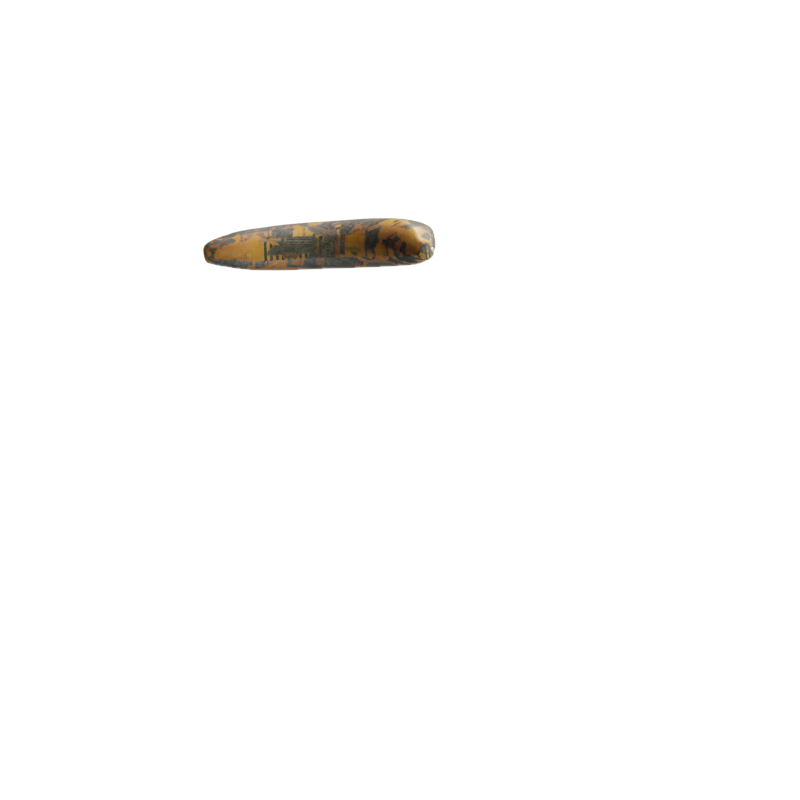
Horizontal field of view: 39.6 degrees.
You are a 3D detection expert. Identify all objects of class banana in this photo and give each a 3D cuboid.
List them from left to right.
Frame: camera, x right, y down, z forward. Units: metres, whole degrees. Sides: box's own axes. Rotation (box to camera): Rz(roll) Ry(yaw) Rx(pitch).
[{"bbox_3d":[-0.052,-0.117,0.830,0.204,0.037,0.067,2,2,30],"label":"banana"}]
